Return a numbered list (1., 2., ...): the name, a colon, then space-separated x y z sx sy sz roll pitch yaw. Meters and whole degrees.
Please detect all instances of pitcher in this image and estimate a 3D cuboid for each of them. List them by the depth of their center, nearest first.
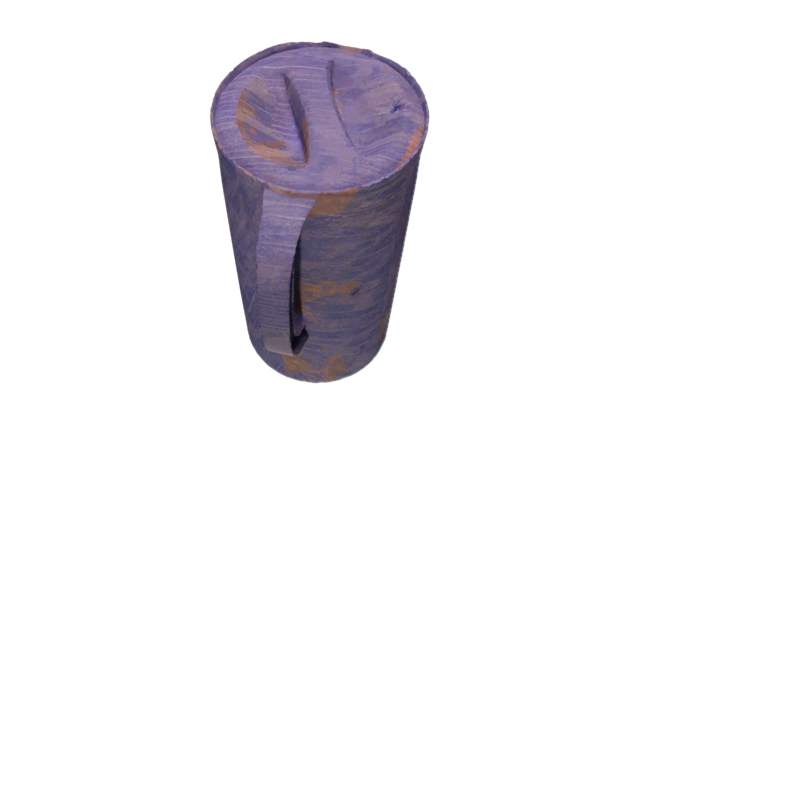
1. pitcher: -0.059 -0.108 0.756 0.149 0.155 0.227 -27 -29 -20
